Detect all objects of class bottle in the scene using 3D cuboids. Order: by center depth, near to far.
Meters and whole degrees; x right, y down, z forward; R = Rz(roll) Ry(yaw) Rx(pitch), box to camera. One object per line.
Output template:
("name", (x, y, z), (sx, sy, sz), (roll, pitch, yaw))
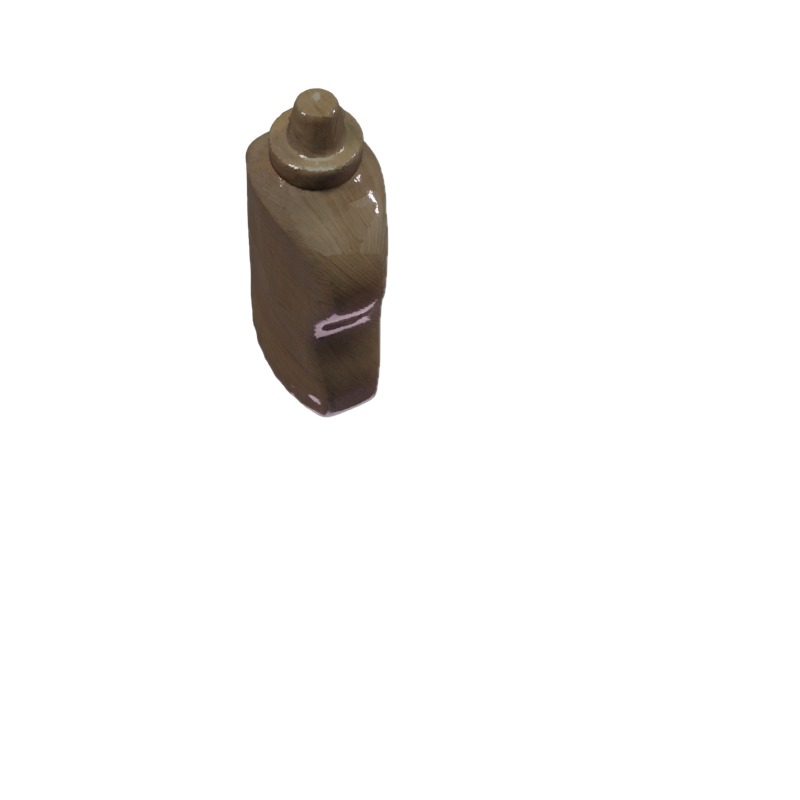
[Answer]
("bottle", (-0.041, -0.076, 0.530), (0.058, 0.103, 0.180), (-20, -28, -15))
